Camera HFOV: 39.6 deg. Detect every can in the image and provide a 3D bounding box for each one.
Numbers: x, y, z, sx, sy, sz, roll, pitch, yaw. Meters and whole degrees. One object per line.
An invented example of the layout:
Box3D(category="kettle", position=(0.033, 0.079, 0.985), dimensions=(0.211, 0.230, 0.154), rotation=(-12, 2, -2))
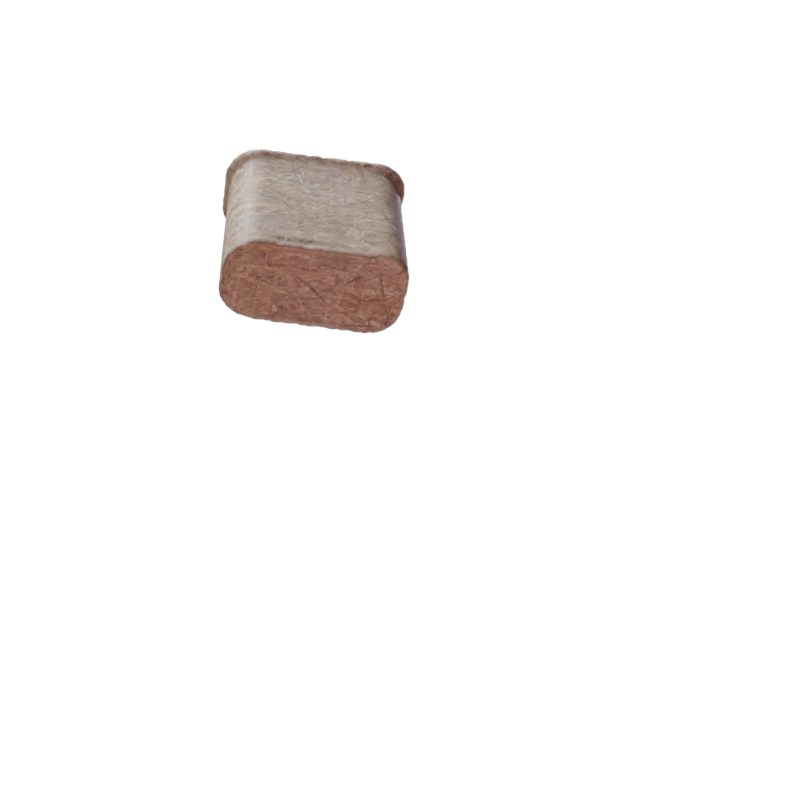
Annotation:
Box3D(category="can", position=(-0.047, -0.086, 0.599), dimensions=(0.101, 0.054, 0.090), rotation=(6, 41, -7))
